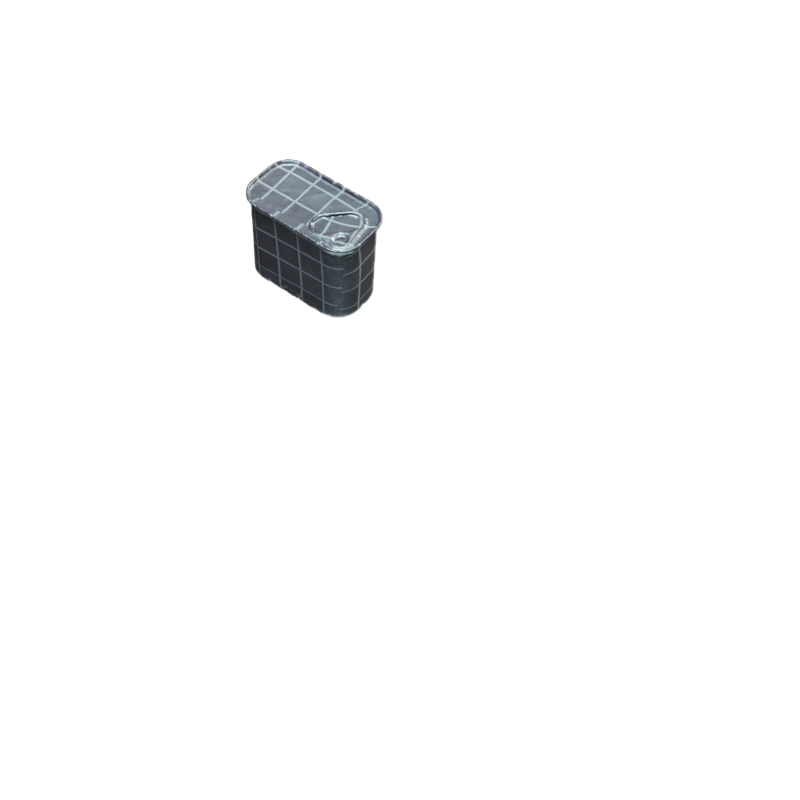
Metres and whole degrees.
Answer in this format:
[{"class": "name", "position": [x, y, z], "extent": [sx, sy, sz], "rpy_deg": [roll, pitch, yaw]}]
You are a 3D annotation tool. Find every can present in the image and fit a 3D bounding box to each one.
[{"class": "can", "position": [-0.065, -0.119, 0.835], "extent": [0.107, 0.078, 0.058], "rpy_deg": [33, 57, 22]}]
